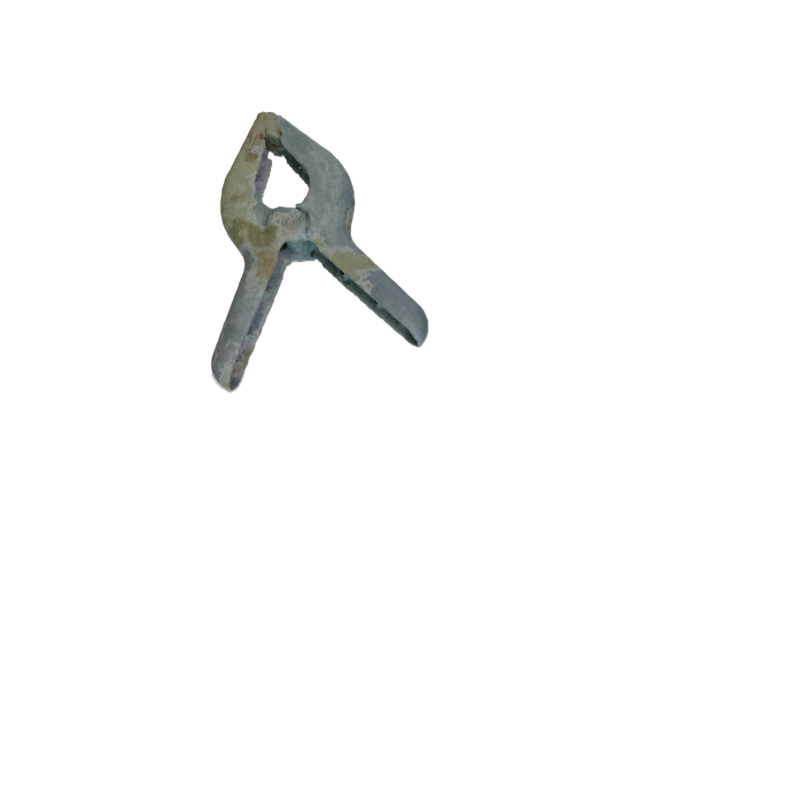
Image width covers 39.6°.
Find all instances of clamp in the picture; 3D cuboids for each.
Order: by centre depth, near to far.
[{"bbox_3d":[-0.050,-0.091,0.638,0.120,0.181,0.037,-4,-24,-2],"label":"clamp"}]
